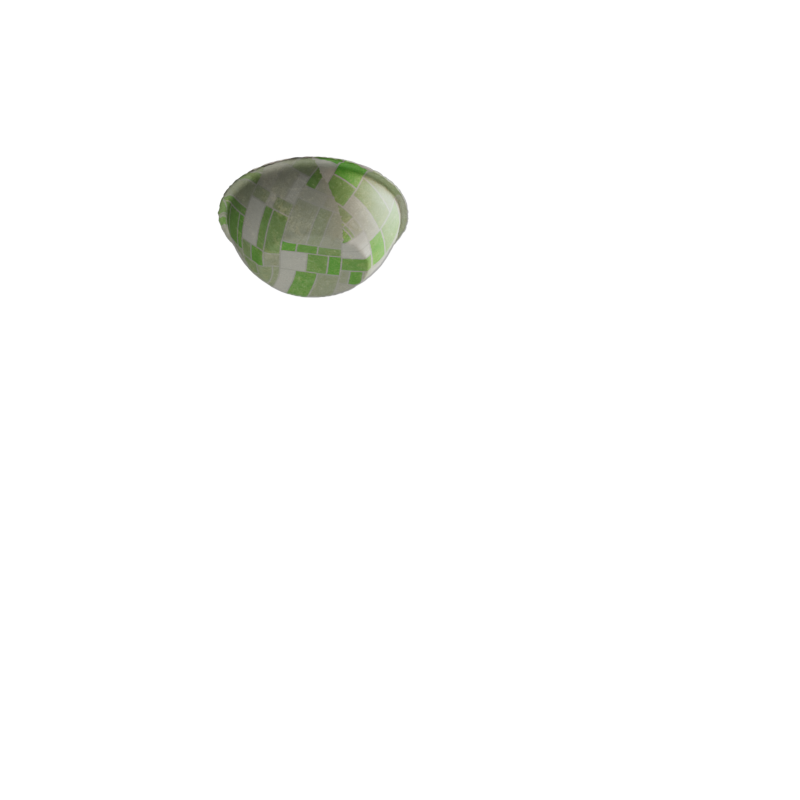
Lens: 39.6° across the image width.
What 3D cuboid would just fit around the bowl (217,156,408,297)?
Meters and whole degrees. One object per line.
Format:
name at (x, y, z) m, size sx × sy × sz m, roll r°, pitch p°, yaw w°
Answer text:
bowl at (-0.073, -0.133, 0.928) m, size 0.162 × 0.059 × 0.152 m, roll 1°, pitch -30°, yaw -2°
